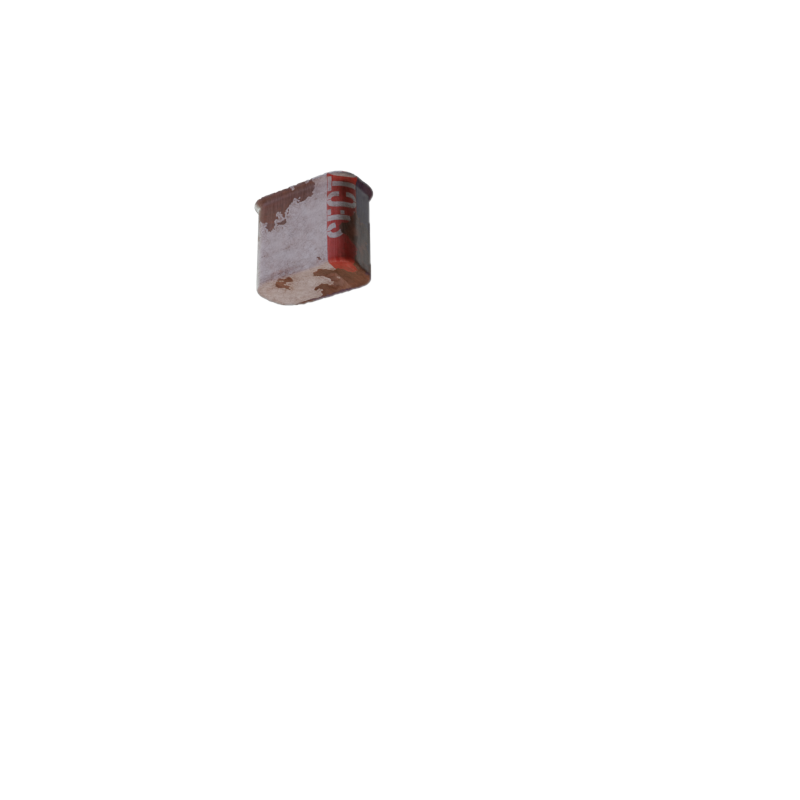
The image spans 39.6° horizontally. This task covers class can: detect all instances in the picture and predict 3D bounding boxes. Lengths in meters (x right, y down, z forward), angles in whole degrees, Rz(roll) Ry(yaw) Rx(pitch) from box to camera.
[{"bbox_3d":[-0.073,-0.132,0.925,0.103,0.089,0.053,-16,-29,29],"label":"can"}]
